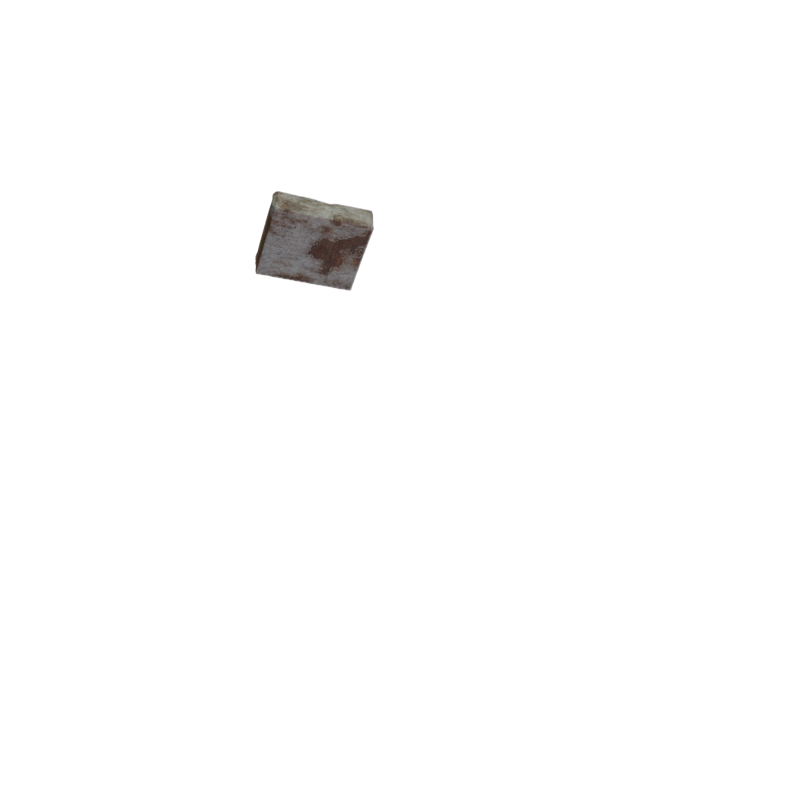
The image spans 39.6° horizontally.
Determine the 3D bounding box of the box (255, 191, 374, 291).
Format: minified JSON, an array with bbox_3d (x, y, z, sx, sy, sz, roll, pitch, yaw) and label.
[{"bbox_3d":[-0.075,-0.137,0.957,0.088,0.069,0.032,11,41,-10],"label":"box"}]
